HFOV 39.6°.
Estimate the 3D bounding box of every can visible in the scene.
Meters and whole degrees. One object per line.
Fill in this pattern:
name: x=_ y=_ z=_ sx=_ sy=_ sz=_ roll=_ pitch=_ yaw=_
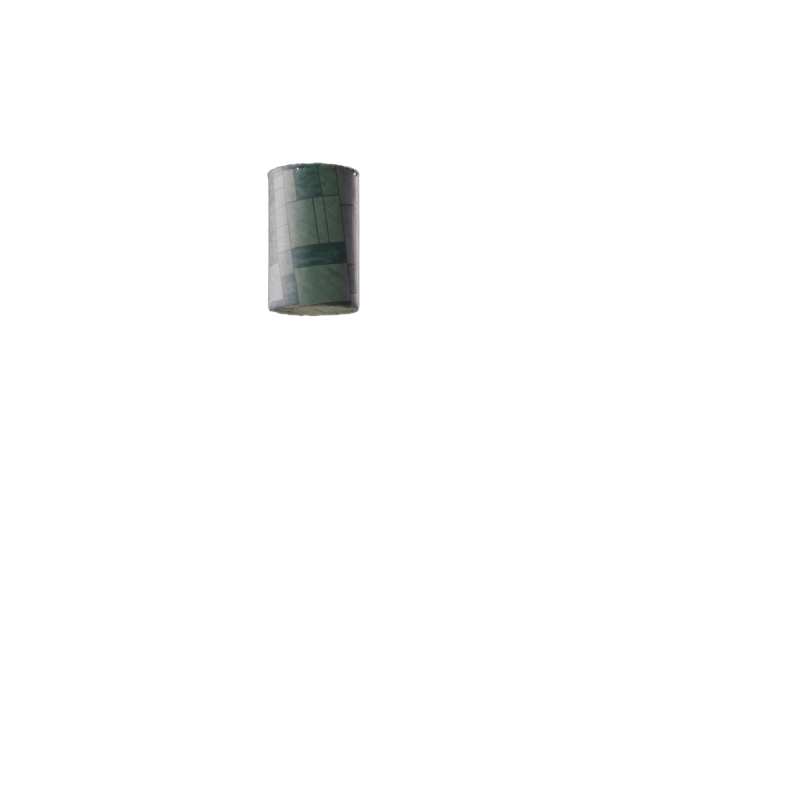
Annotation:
can: x=-0.063 y=-0.115 z=0.806 sx=0.068 sy=0.104 sz=0.067 roll=0 pitch=-7 yaw=-2
